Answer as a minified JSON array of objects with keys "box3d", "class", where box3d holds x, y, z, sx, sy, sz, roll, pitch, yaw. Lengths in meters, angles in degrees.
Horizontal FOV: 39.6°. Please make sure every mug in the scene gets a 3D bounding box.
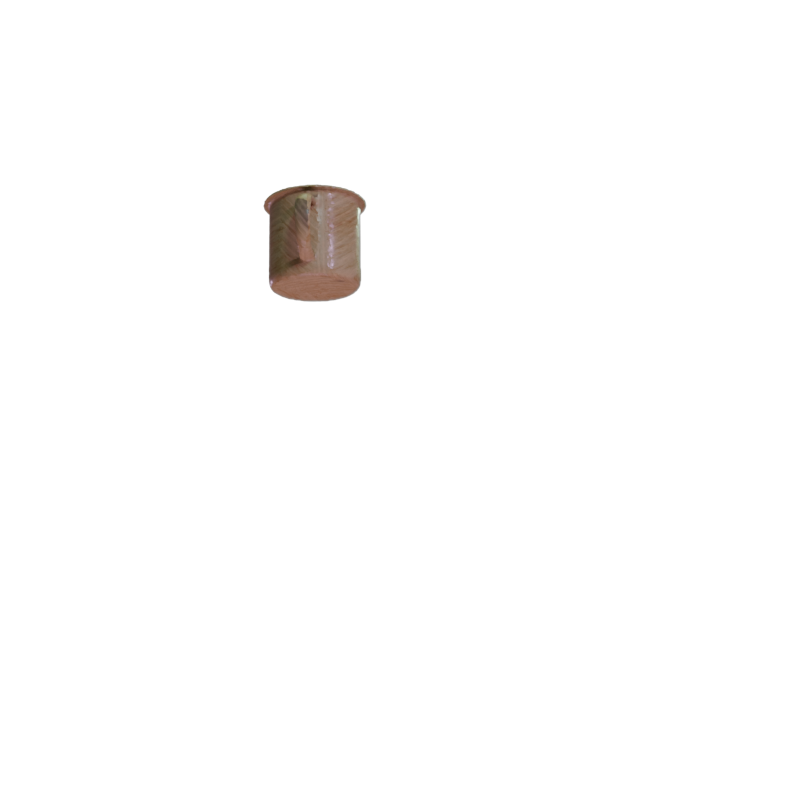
[{"box3d":[-0.077,-0.140,0.980,0.094,0.085,0.112,-2,-16,3],"class":"mug"}]
